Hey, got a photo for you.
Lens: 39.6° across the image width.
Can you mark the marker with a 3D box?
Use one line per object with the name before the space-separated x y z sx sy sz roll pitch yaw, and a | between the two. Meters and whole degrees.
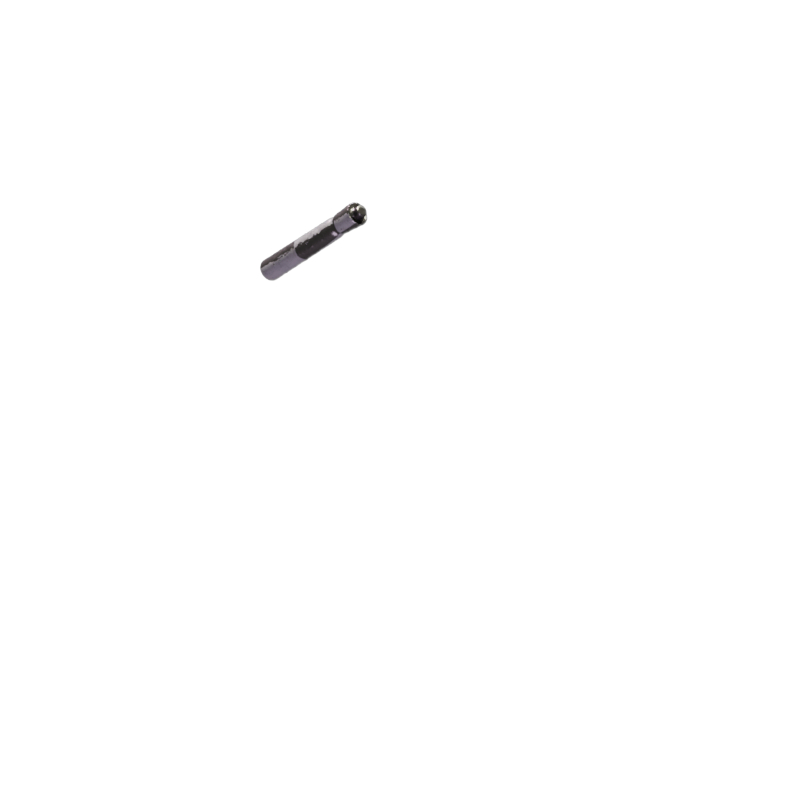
marker | -0.068 -0.123 0.863 0.019 0.020 0.121 -3 -15 -43
